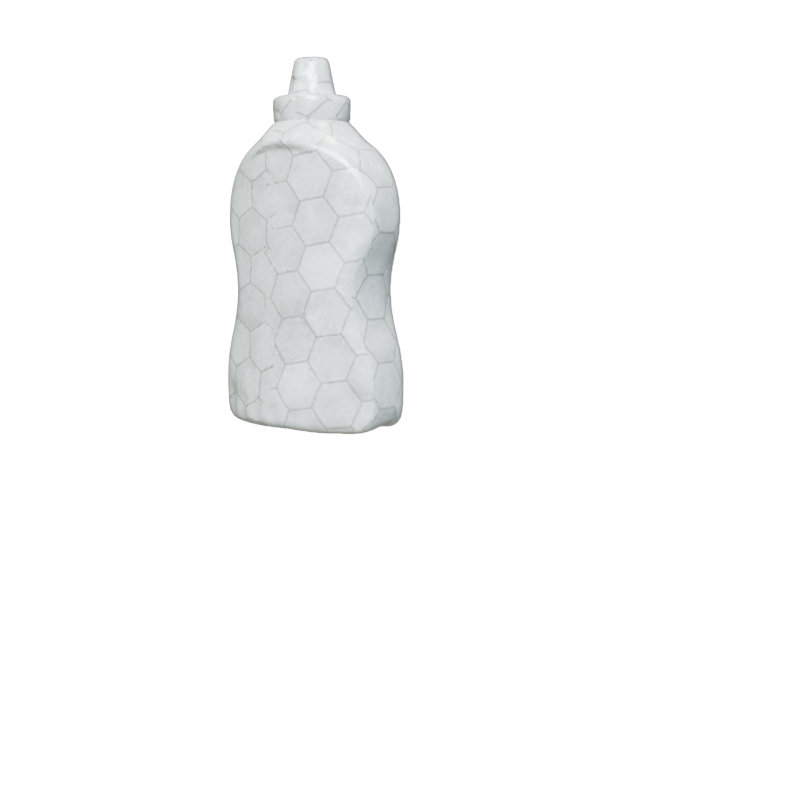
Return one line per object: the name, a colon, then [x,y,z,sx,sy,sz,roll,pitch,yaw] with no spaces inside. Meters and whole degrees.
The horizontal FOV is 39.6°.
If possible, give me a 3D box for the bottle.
bottle: [-0.046,-0.083,0.582,0.100,0.191,0.056,2,2,36]
